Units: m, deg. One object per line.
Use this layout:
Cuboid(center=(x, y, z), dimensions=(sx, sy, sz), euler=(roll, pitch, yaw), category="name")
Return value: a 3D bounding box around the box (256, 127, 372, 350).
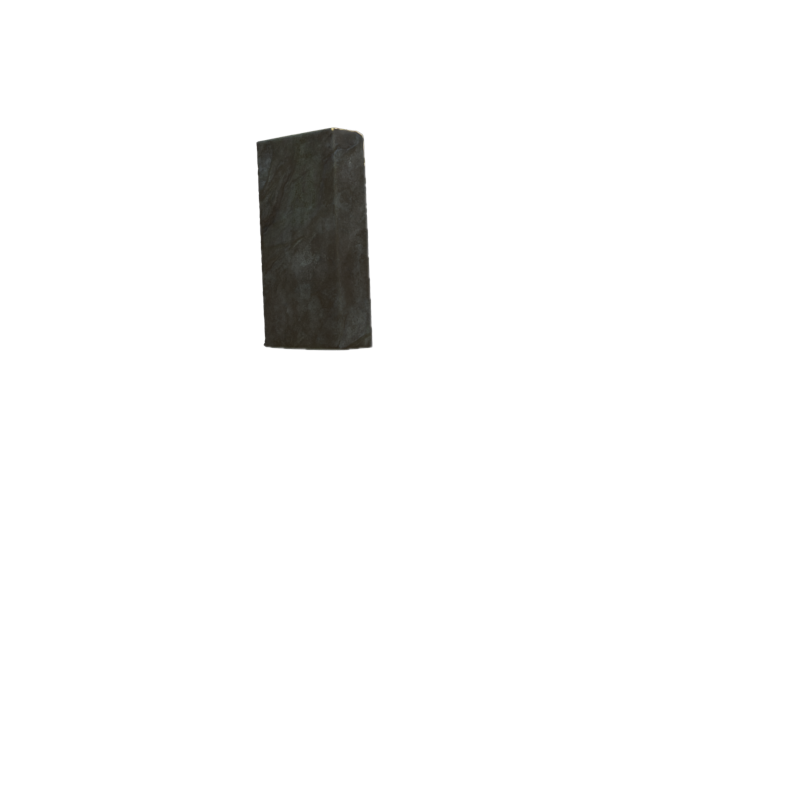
Cuboid(center=(-0.071, -0.130, 0.910), dimensions=(0.097, 0.178, 0.046), euler=(-2, -4, 42), category="box")
